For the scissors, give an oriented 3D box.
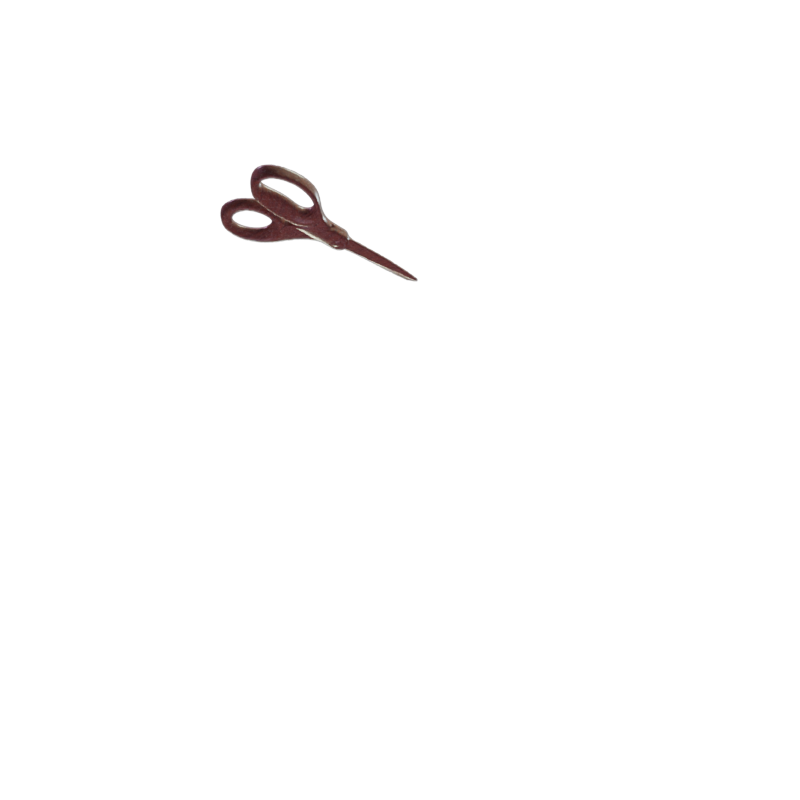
[{"bbox_3d":[-0.075,-0.137,0.958,0.097,0.017,0.187,-19,-37,27],"label":"scissors"}]
